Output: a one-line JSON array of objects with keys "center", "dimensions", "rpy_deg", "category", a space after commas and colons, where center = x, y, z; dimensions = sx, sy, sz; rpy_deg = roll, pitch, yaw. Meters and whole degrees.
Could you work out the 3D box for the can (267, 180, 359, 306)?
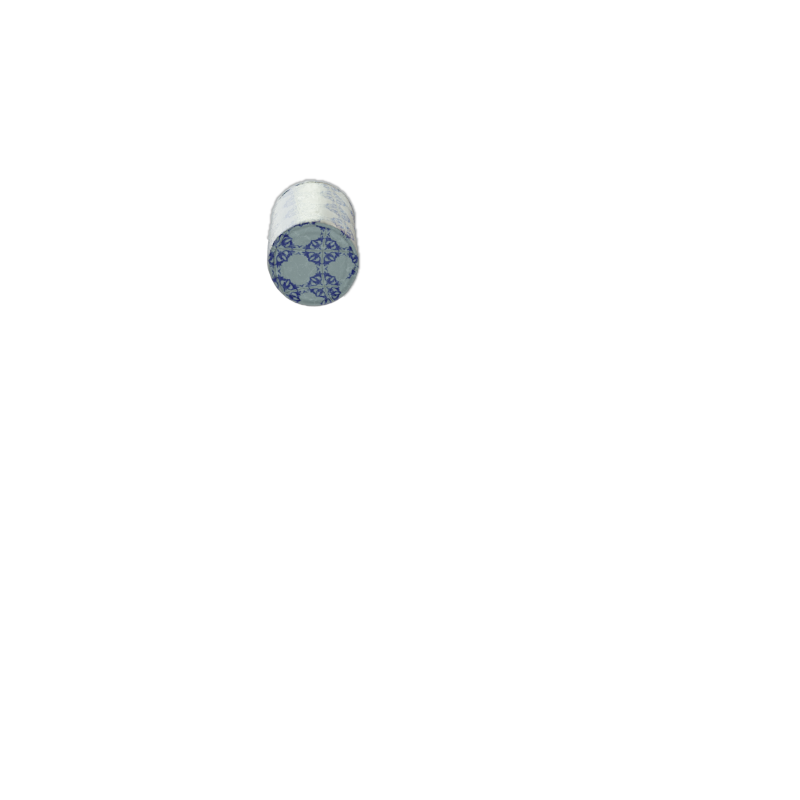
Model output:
[{"center": [-0.066, -0.120, 0.842], "dimensions": [0.068, 0.065, 0.108], "rpy_deg": [0, 25, -3], "category": "can"}]
